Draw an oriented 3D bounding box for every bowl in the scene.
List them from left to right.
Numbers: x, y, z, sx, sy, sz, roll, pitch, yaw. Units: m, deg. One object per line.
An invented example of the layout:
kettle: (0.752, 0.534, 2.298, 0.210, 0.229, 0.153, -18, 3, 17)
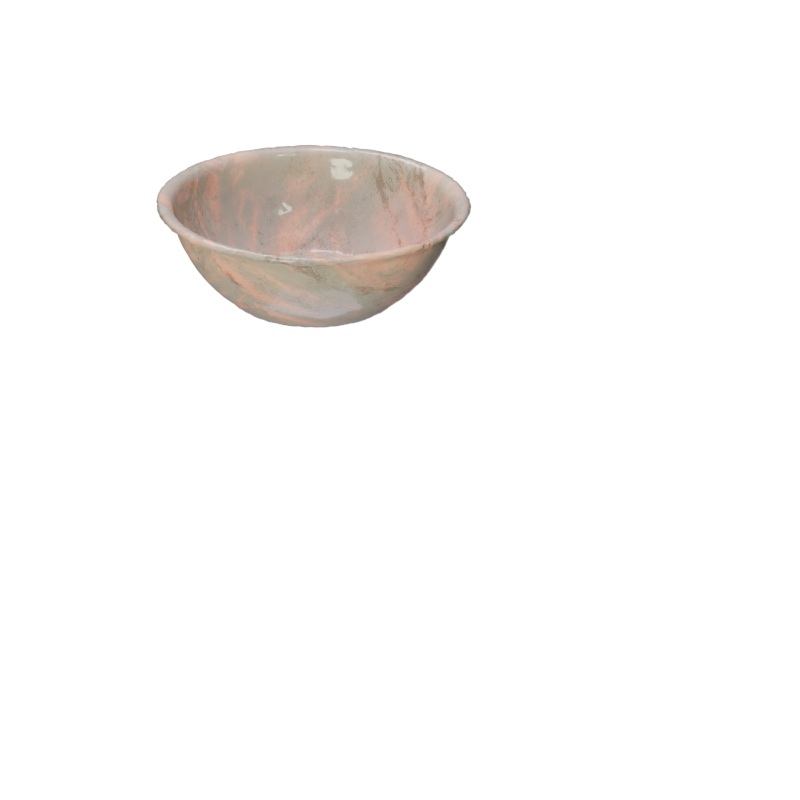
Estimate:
bowl: (-0.046, -0.083, 0.583, 0.162, 0.052, 0.172, -1, 30, -2)
